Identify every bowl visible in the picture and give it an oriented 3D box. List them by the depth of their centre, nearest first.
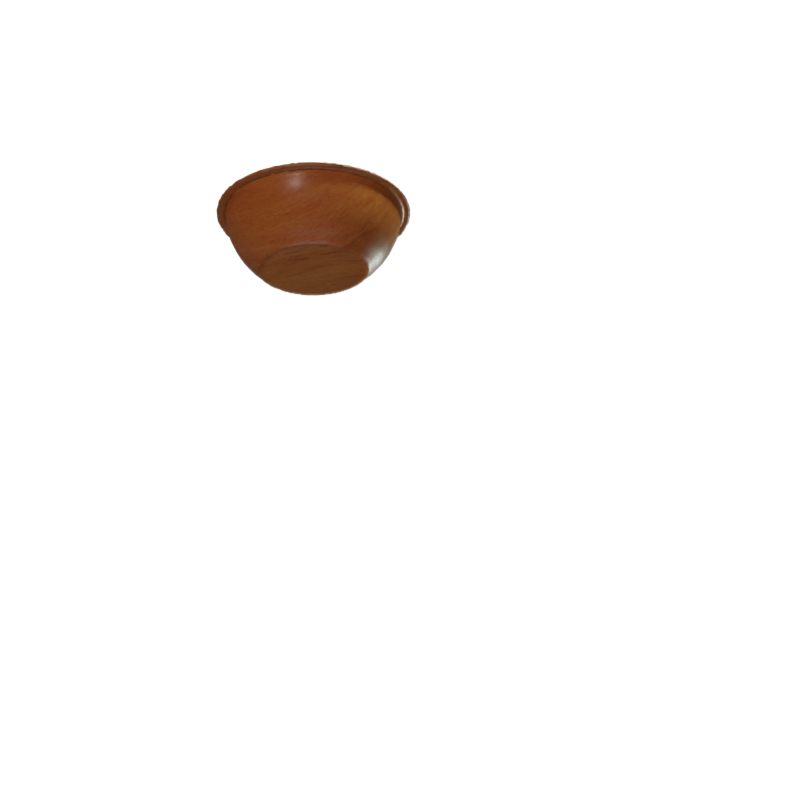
[{"bbox_3d":[-0.071,-0.130,0.913,0.162,0.058,0.153,1,-24,-2],"label":"bowl"}]
